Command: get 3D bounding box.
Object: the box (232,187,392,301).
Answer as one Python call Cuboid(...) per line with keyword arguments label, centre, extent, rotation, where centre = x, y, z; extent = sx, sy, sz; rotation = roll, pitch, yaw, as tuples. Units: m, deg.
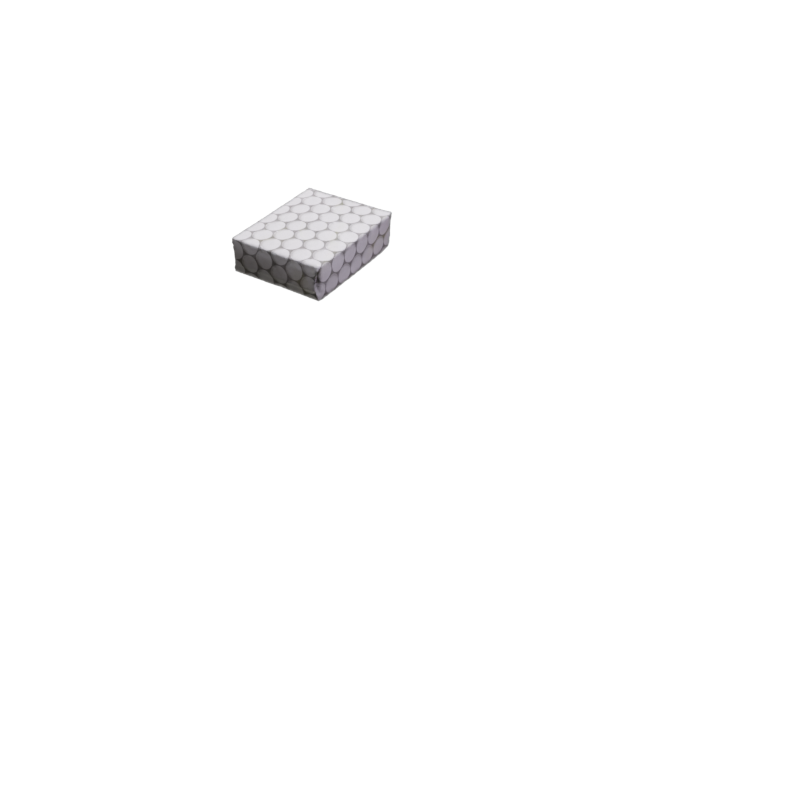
Cuboid(label="box", centre=(-0.074, -0.135, 0.943), extent=(0.095, 0.036, 0.115), rotation=(20, 39, 27))
